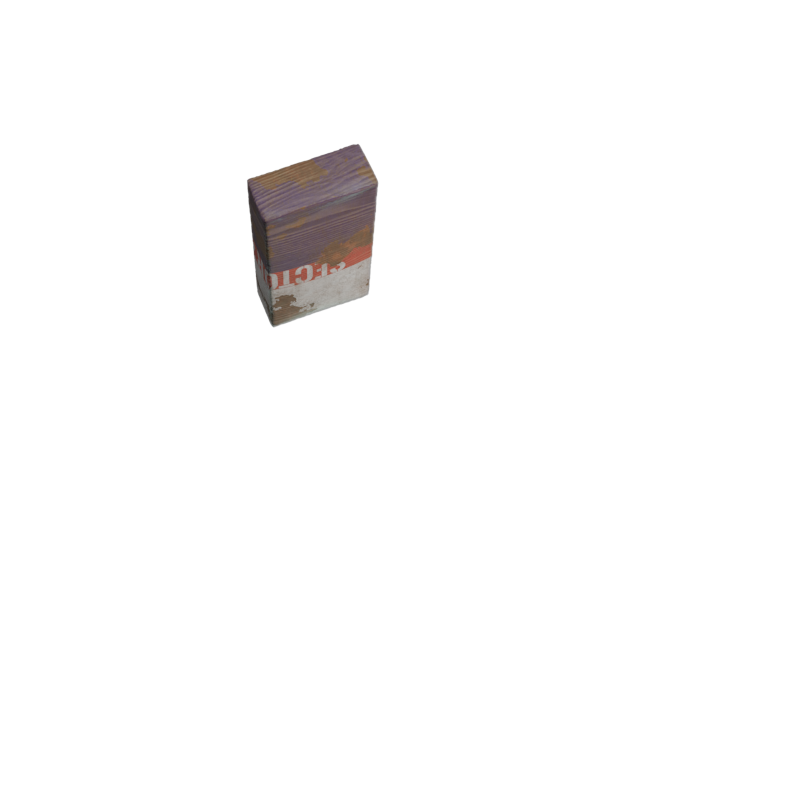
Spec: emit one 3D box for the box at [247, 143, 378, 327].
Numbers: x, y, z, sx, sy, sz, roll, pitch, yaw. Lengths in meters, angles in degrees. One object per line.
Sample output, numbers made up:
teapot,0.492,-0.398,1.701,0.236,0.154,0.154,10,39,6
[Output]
box,-0.069,-0.126,0.887,0.093,0.051,0.167,-20,-19,-11
